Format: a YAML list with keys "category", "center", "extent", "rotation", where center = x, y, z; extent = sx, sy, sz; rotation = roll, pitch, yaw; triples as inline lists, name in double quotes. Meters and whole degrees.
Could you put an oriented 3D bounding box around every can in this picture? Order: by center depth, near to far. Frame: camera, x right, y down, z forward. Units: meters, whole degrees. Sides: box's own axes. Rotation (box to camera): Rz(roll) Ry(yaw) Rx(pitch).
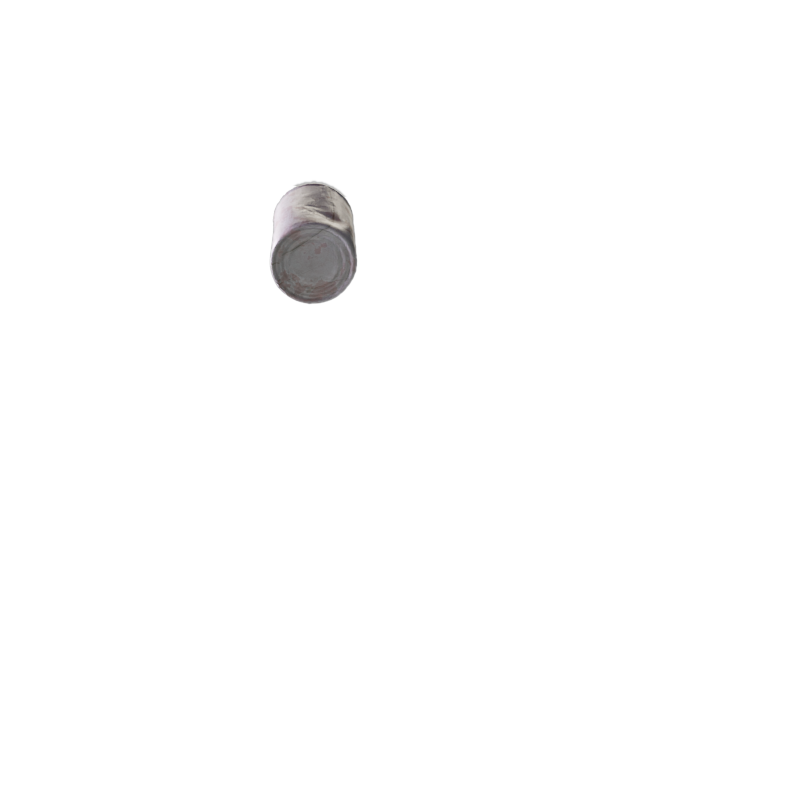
- category: "can"
  center: [-0.069, -0.126, 0.884]
  extent: [0.068, 0.065, 0.108]
  rotation: [0, 25, -3]
